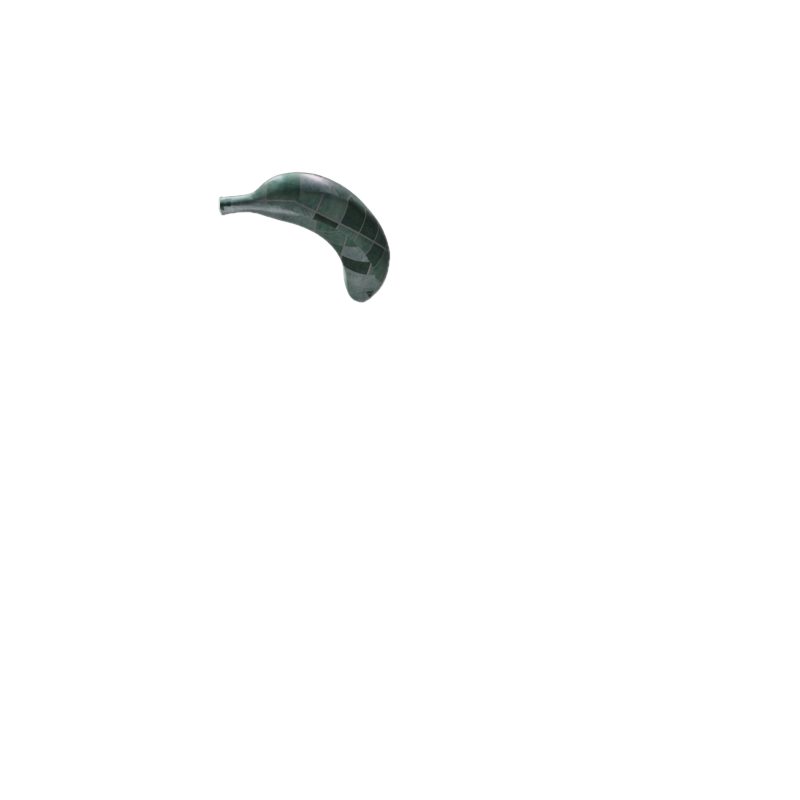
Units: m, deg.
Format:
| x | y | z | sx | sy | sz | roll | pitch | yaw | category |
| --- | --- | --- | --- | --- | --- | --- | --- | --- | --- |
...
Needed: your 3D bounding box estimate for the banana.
| x | y | z | sx | sy | sz | roll | pitch | yaw | category |
| --- | --- | --- | --- | --- | --- | --- | --- | --- | --- |
| -0.048 | -0.118 | 0.790 | 0.071 | 0.039 | 0.184 | -11 | -22 | 26 | banana |
